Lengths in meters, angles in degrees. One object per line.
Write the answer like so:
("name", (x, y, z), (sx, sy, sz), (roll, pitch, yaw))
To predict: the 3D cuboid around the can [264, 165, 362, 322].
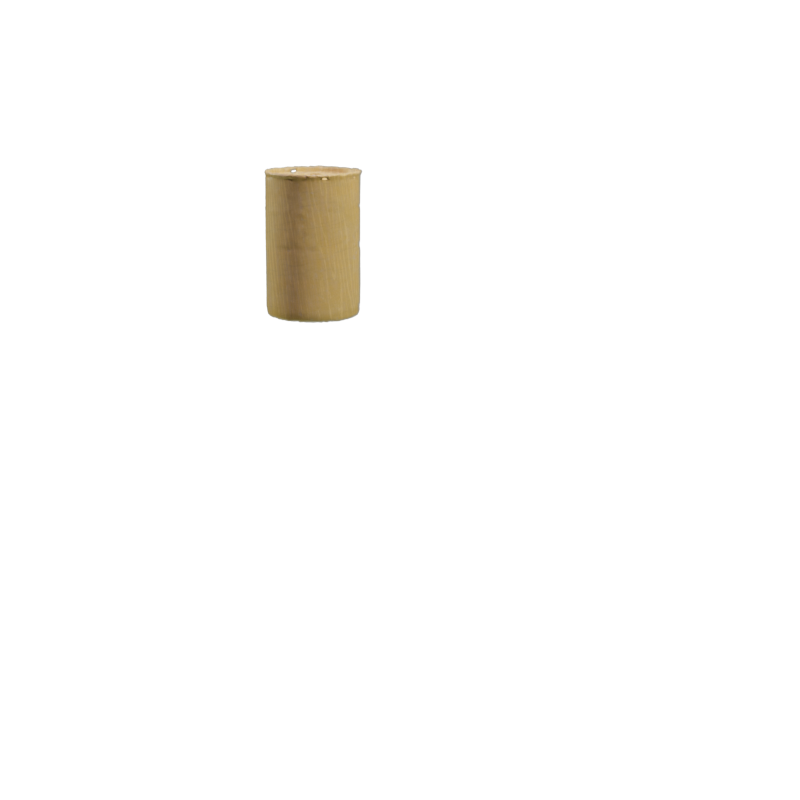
("can", (-0.061, -0.111, 0.780), (0.068, 0.100, 0.070), (0, 12, -2))
